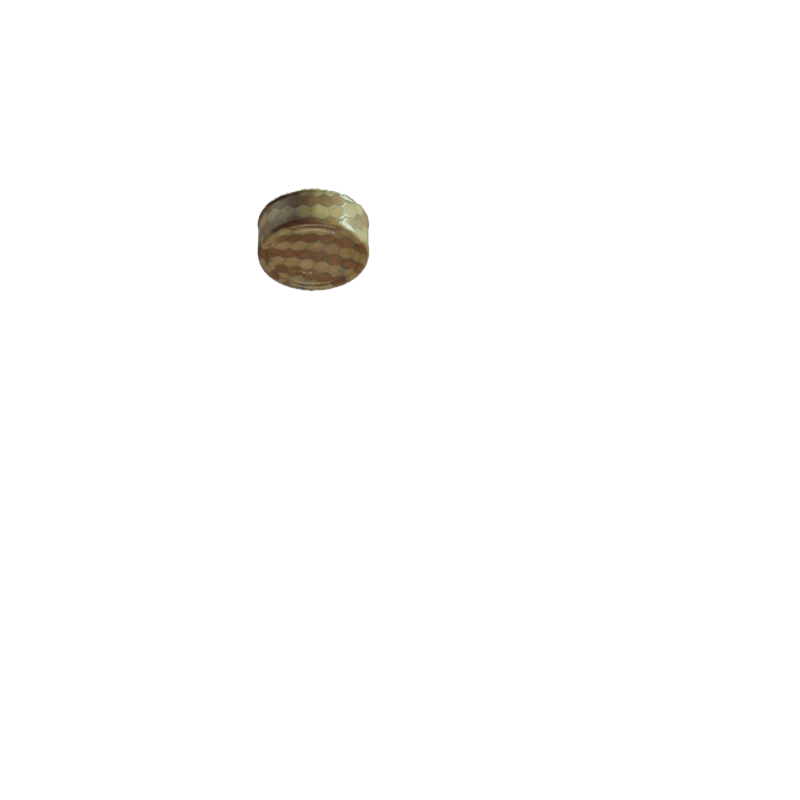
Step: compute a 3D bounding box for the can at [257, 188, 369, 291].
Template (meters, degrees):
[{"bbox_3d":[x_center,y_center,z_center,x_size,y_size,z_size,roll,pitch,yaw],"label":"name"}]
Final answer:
[{"bbox_3d":[-0.066,-0.120,0.842,0.086,0.036,0.080,1,-34,-2],"label":"can"}]
